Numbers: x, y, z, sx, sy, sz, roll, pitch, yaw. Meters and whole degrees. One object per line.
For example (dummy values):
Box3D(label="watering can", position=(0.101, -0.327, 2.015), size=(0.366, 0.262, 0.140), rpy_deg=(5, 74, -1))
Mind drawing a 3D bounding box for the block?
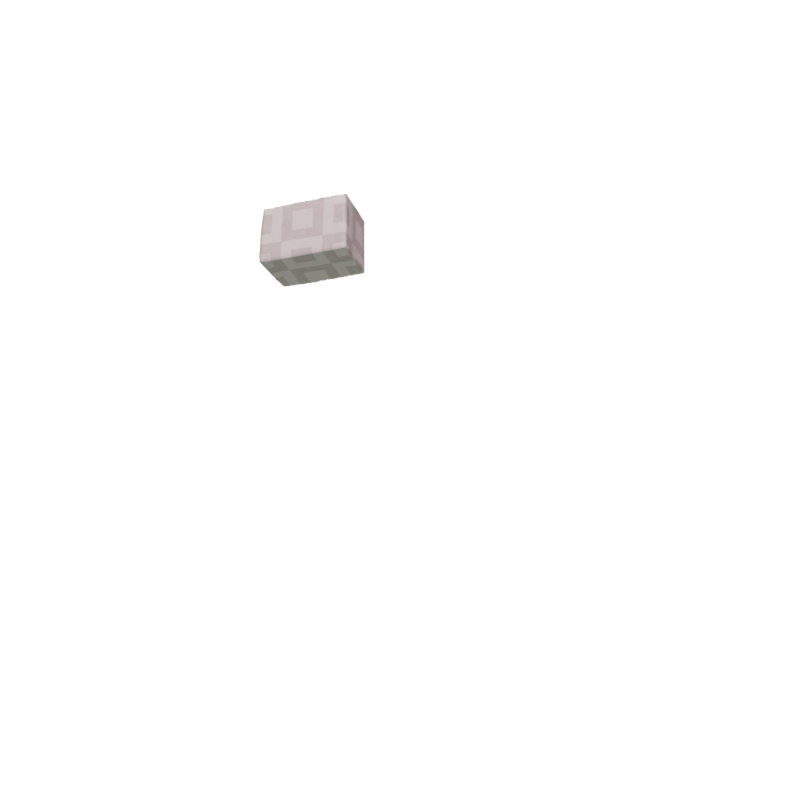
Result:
Box3D(label="block", position=(-0.074, -0.135, 0.945), size=(0.079, 0.054, 0.049), rpy_deg=(-8, -26, 17))
